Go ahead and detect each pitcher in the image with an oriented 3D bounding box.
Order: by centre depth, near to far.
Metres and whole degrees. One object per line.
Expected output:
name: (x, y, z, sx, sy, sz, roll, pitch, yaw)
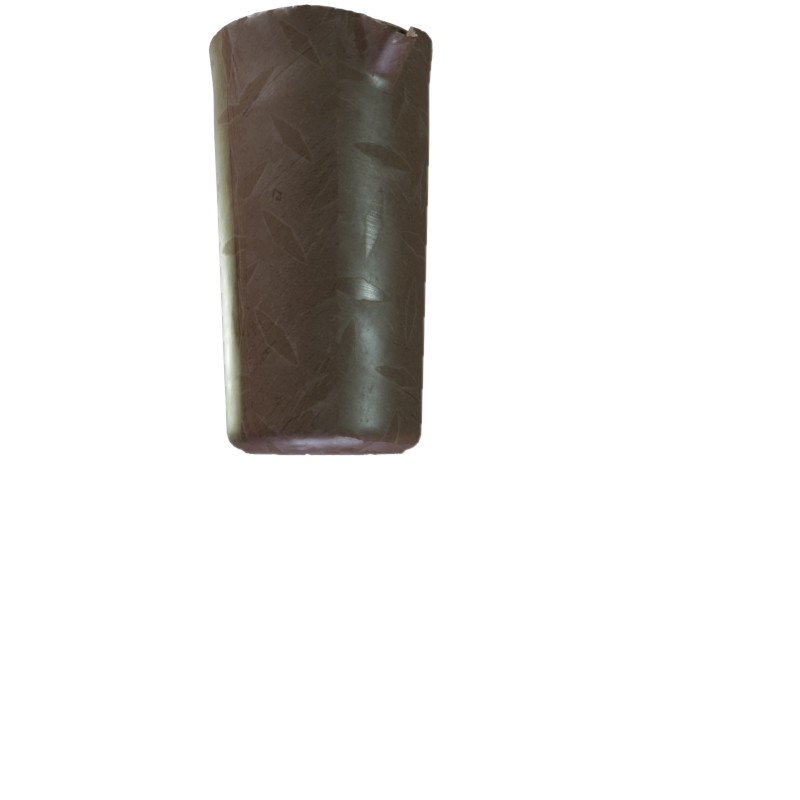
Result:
pitcher: (-0.051, -0.092, 0.645, 0.147, 0.250, 0.144, -2, -10, 9)
